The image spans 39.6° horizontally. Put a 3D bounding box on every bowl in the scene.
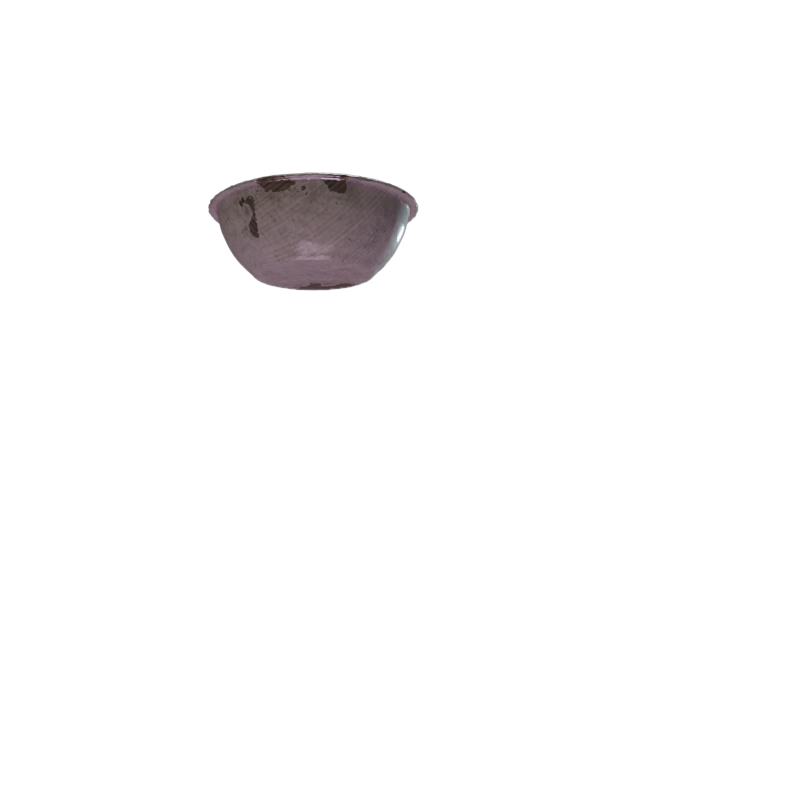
[{"bbox_3d":[-0.066,-0.121,0.847,0.162,0.057,0.157,0,-10,-2],"label":"bowl"}]
